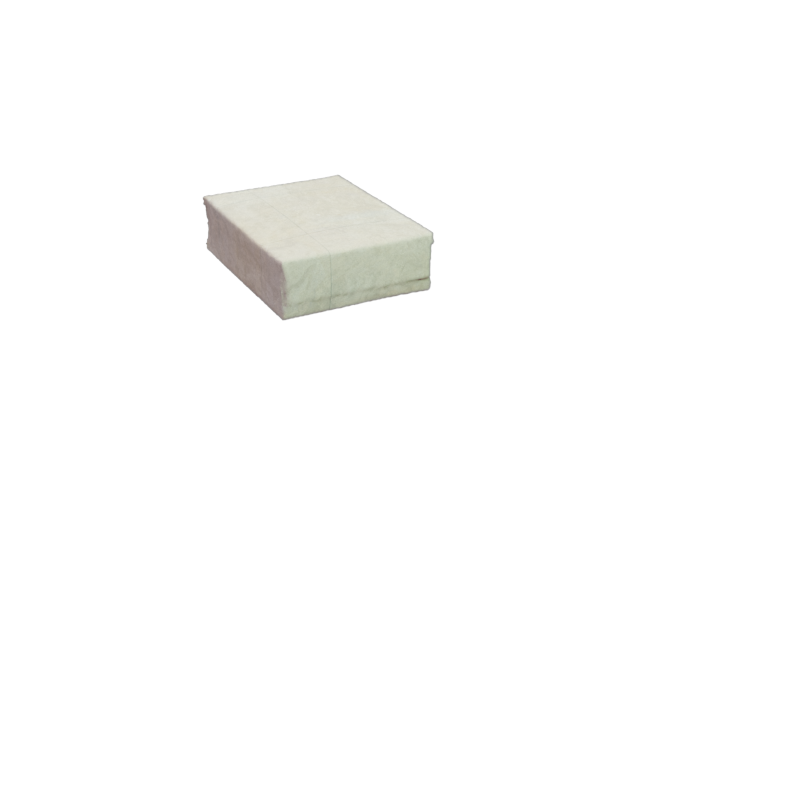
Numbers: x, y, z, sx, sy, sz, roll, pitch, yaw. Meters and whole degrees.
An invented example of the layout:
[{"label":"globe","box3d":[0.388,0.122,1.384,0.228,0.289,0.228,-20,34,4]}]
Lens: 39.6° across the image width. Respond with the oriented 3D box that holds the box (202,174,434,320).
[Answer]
[{"label":"box","box3d":[-0.048,-0.088,0.616,0.088,0.037,0.122,-13,29,-26]}]
